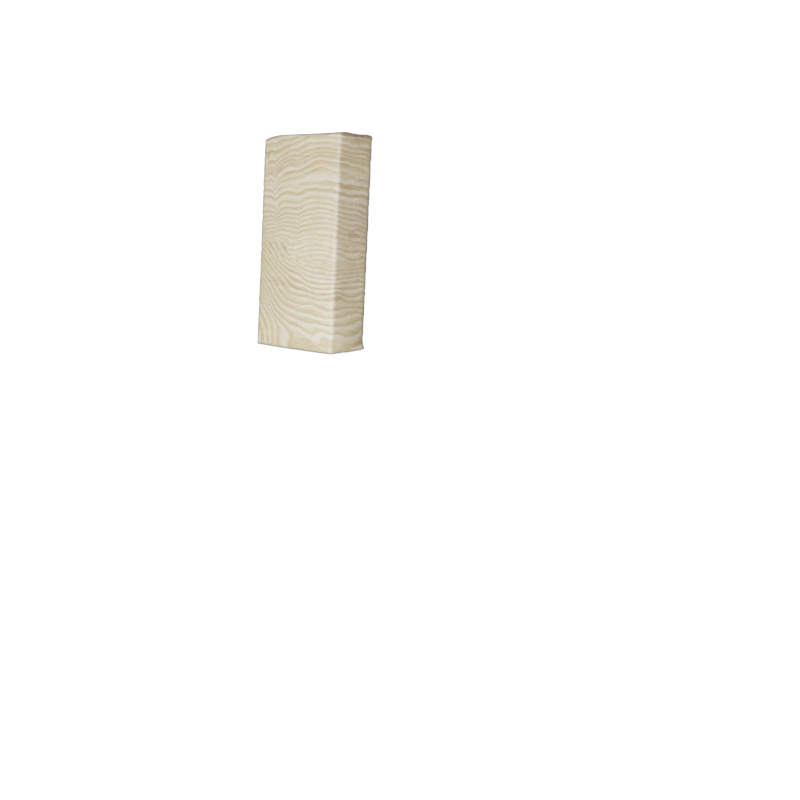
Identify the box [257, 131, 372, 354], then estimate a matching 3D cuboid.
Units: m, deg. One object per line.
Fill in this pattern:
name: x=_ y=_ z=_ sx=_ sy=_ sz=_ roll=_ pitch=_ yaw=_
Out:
box: x=-0.072 y=-0.130 z=0.913 sx=0.097 sy=0.175 sz=0.046 roll=3 pitch=4 yaw=44
